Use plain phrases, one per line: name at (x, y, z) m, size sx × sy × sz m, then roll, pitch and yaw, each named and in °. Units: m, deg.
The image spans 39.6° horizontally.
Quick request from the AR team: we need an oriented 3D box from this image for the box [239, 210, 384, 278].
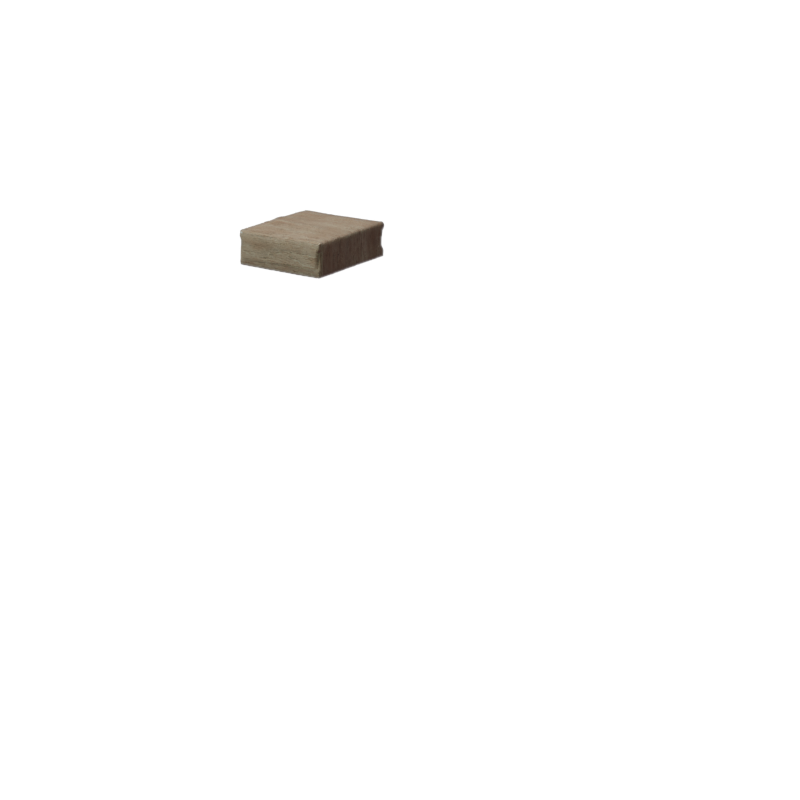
box at (-0.065, -0.119, 0.833) m, size 0.077 × 0.029 × 0.089 m, roll 13°, pitch 24°, yaw 31°
